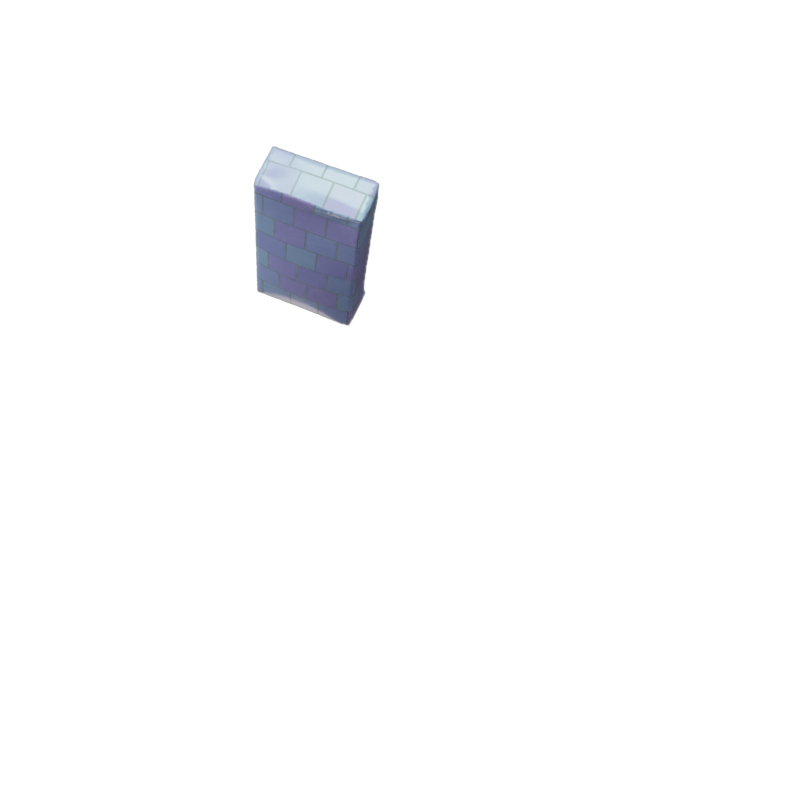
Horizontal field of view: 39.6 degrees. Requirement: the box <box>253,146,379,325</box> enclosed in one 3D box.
[{"bbox_3d":[-0.073,-0.132,0.922,0.095,0.050,0.167,22,-23,6],"label":"box"}]
